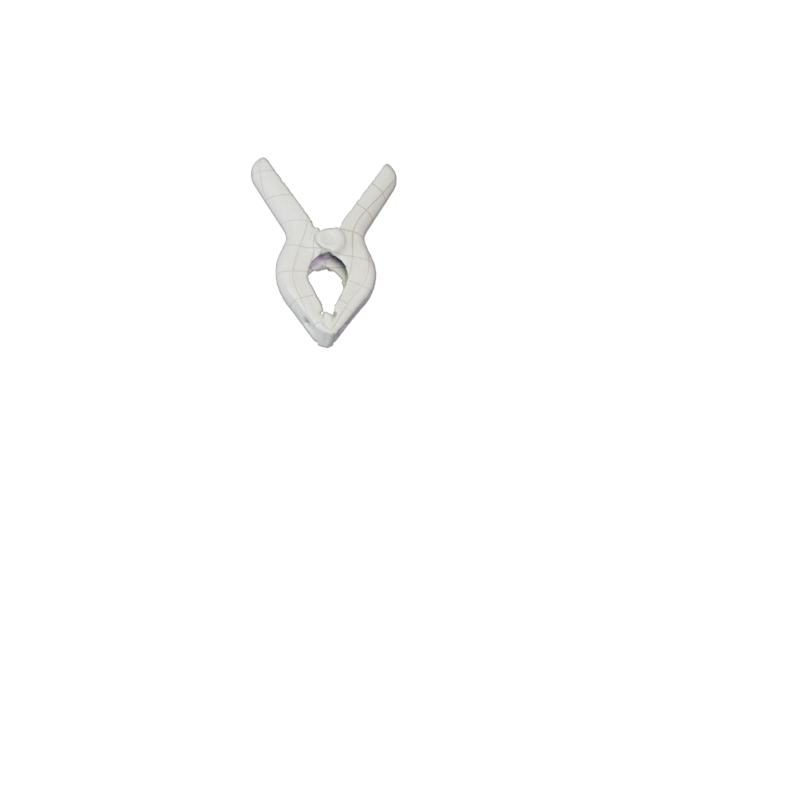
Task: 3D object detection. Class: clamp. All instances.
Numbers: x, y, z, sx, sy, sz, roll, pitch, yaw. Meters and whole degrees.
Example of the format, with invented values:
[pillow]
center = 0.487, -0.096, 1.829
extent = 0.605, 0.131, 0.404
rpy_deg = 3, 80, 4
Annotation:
[clamp]
center = -0.069, -0.127, 0.887
extent = 0.121, 0.182, 0.037
rpy_deg = 5, -32, 3
